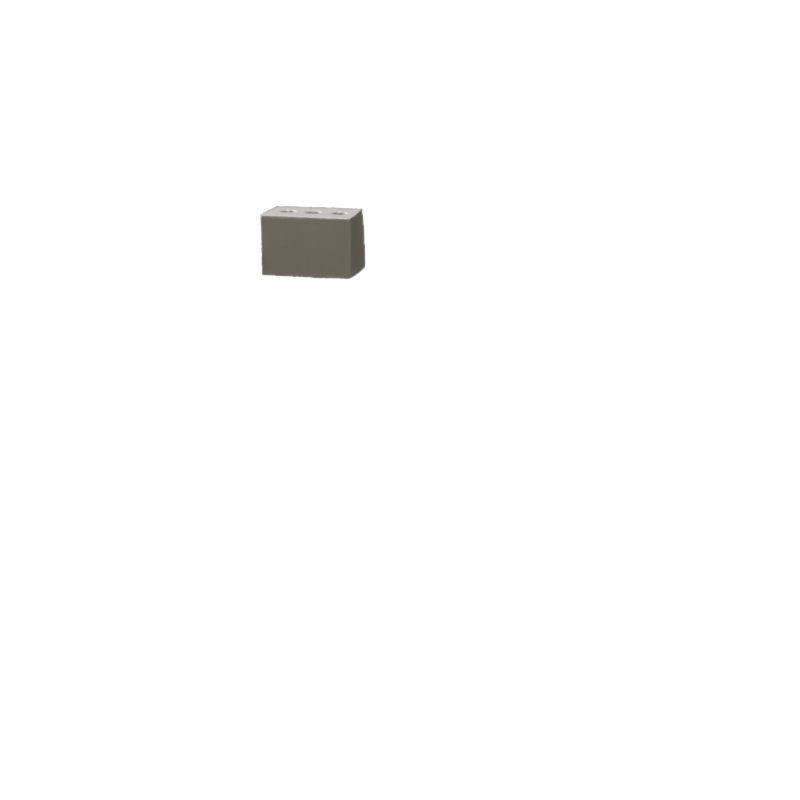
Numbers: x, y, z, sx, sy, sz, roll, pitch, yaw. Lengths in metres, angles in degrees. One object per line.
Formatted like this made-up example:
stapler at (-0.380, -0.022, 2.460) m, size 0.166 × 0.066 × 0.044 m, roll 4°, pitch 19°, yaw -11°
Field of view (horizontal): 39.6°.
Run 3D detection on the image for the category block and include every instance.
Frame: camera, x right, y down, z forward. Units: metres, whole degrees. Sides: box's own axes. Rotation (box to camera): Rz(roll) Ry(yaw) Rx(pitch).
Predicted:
block at (-0.072, -0.131, 0.915) m, size 0.079 × 0.050 × 0.053 m, roll 4°, pitch 14°, yaw 12°
